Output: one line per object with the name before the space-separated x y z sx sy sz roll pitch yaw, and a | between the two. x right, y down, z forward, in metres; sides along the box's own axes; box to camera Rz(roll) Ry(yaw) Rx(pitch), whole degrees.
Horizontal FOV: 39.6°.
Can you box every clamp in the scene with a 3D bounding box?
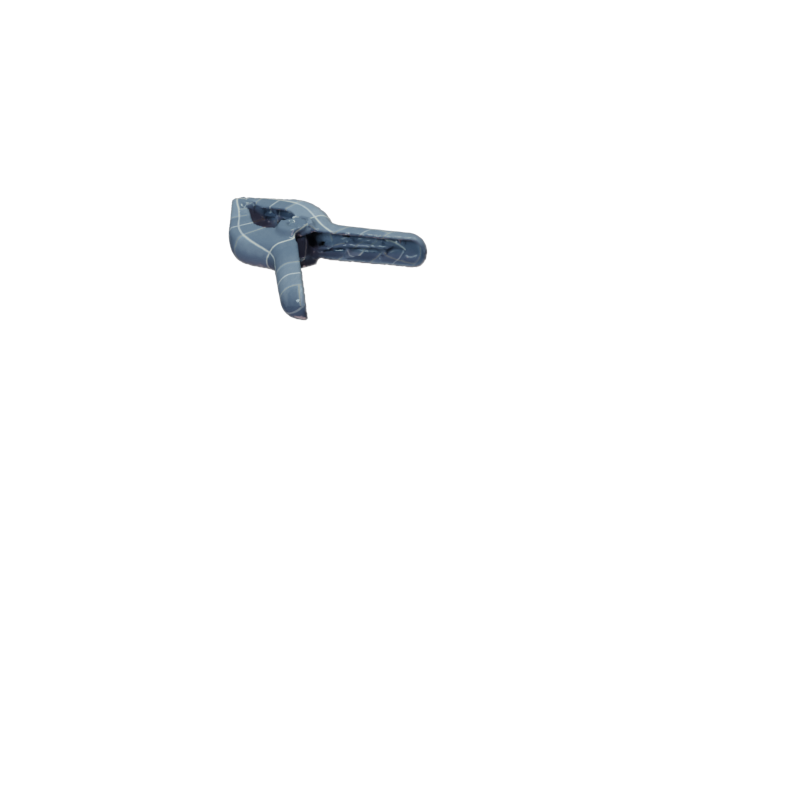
clamp | -0.065 -0.118 0.828 0.118 0.037 0.185 -17 36 -25
